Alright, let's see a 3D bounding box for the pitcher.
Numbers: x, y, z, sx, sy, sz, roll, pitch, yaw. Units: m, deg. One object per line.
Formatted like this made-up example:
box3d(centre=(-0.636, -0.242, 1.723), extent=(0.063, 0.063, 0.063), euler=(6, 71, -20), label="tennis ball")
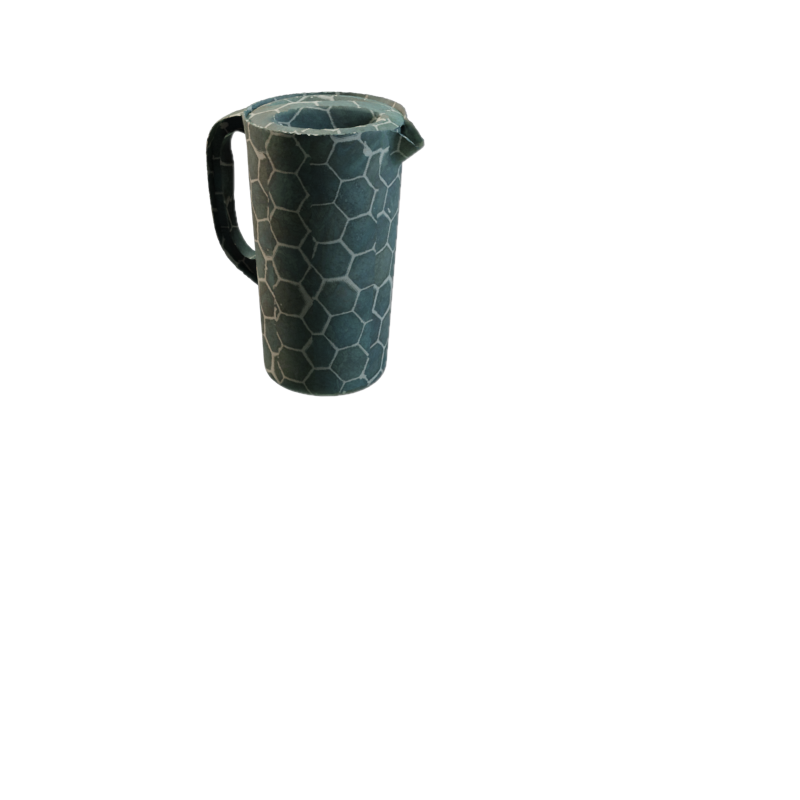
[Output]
box3d(centre=(-0.073, -0.133, 0.935), extent=(0.142, 0.231, 0.160), euler=(-10, 27, -24), label="pitcher")
